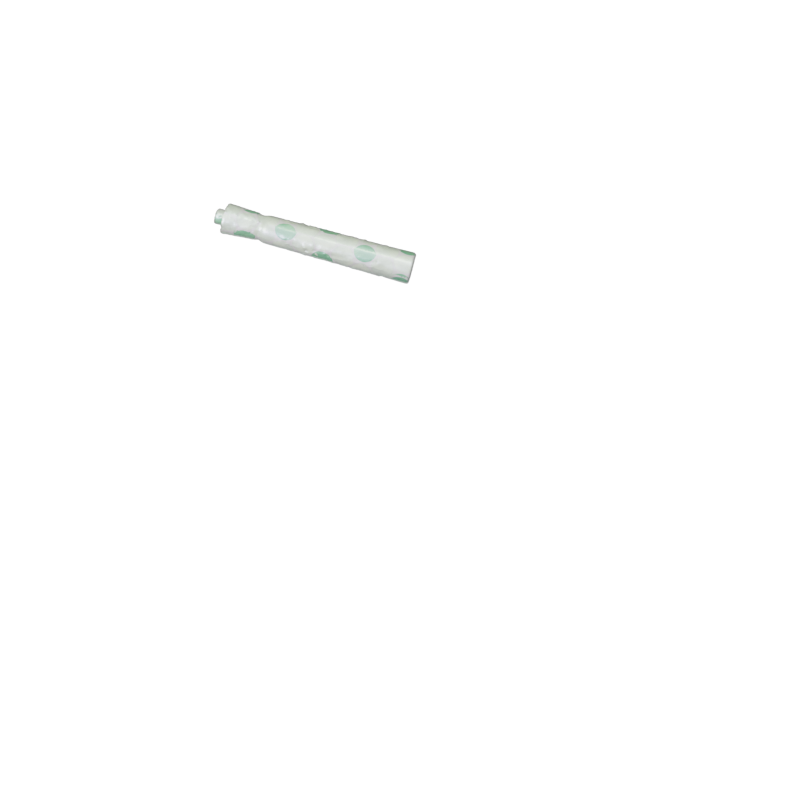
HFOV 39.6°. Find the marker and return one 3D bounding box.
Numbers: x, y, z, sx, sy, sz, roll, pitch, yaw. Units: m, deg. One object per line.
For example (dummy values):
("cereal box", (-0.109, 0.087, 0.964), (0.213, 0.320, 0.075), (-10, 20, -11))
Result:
("marker", (-0.051, -0.094, 0.655), (0.122, 0.020, 0.020), (16, 5, 6))
